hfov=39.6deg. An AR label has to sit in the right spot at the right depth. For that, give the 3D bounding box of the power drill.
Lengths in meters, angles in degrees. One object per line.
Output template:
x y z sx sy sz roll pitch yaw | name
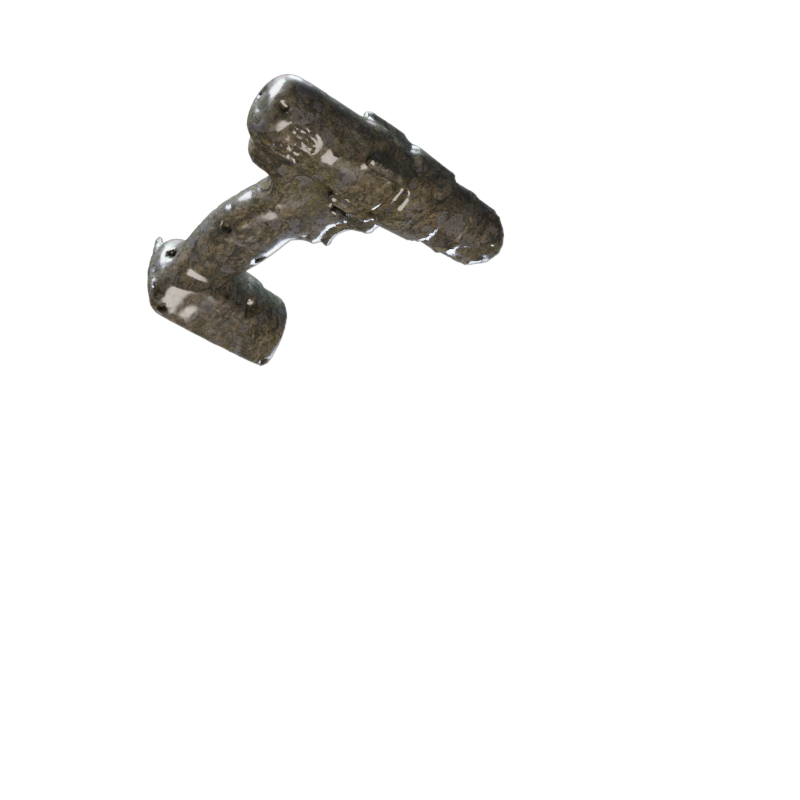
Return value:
-0.054 -0.099 0.693 0.174 0.062 0.185 31 -53 -28 | power drill
